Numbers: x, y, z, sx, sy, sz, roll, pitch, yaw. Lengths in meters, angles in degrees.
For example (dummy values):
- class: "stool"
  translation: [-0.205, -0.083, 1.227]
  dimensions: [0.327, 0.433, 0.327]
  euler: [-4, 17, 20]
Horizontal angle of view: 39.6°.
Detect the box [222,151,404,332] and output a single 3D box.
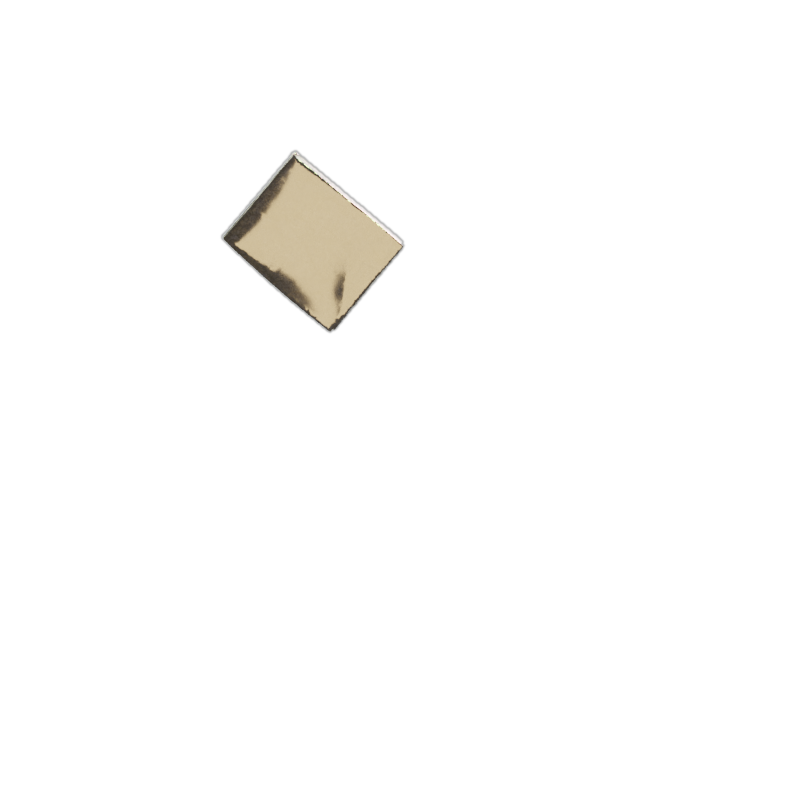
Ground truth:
- class: "box"
  translation: [-0.067, -0.122, 0.855]
  dimensions: [0.112, 0.089, 0.040]
  euler: [40, 6, -6]
